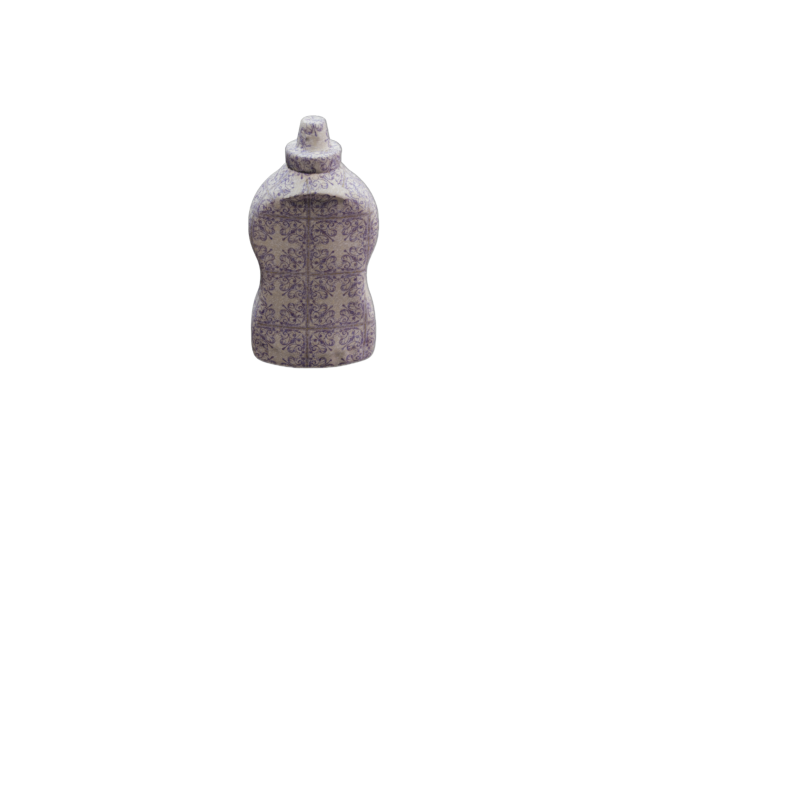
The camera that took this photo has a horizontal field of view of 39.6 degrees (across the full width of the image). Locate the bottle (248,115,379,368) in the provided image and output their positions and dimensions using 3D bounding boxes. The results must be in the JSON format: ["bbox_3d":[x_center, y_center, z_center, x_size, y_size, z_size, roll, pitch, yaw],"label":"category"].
[{"bbox_3d":[-0.064,-0.118,0.822,0.096,0.181,0.062,1,29,-2],"label":"bottle"}]
